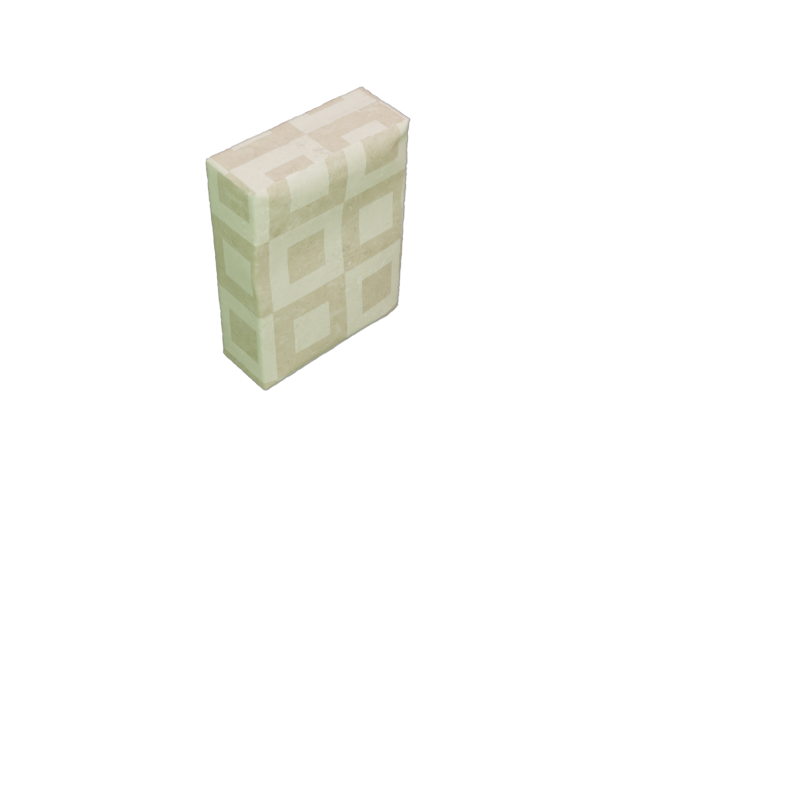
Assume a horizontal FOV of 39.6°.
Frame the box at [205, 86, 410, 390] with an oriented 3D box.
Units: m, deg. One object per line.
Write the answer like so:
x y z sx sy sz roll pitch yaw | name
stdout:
-0.073 -0.134 0.935 0.164 0.199 0.077 -32 54 -31 | box
